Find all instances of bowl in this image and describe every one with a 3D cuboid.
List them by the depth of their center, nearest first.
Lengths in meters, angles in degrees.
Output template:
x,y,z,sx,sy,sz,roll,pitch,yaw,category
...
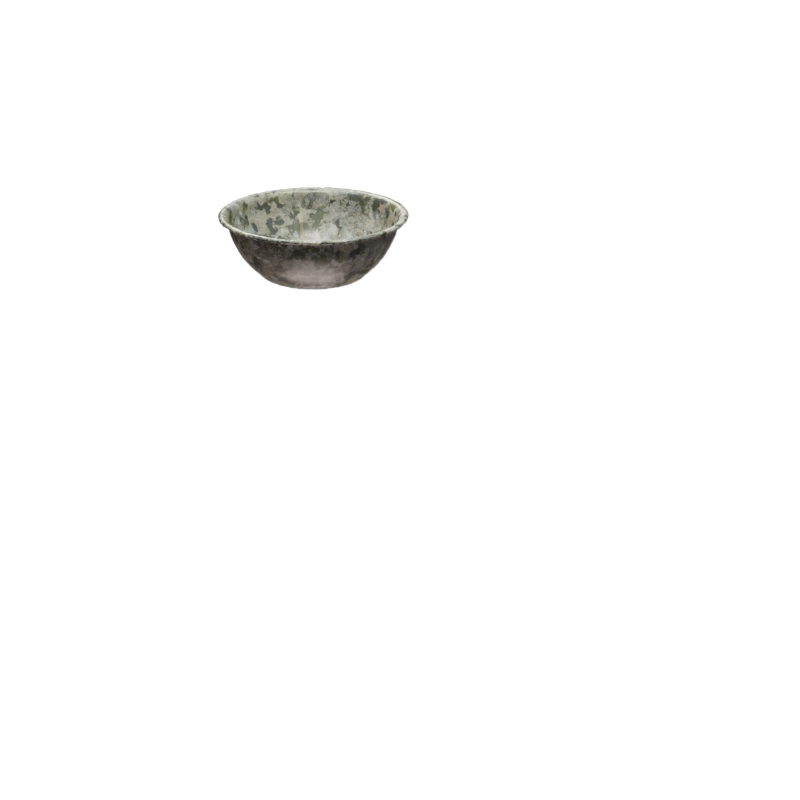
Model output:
x,y,z,sx,sy,sz,roll,pitch,yaw,category
-0.074,-0.136,0.951,0.162,0.052,0.170,-1,25,-2,bowl
